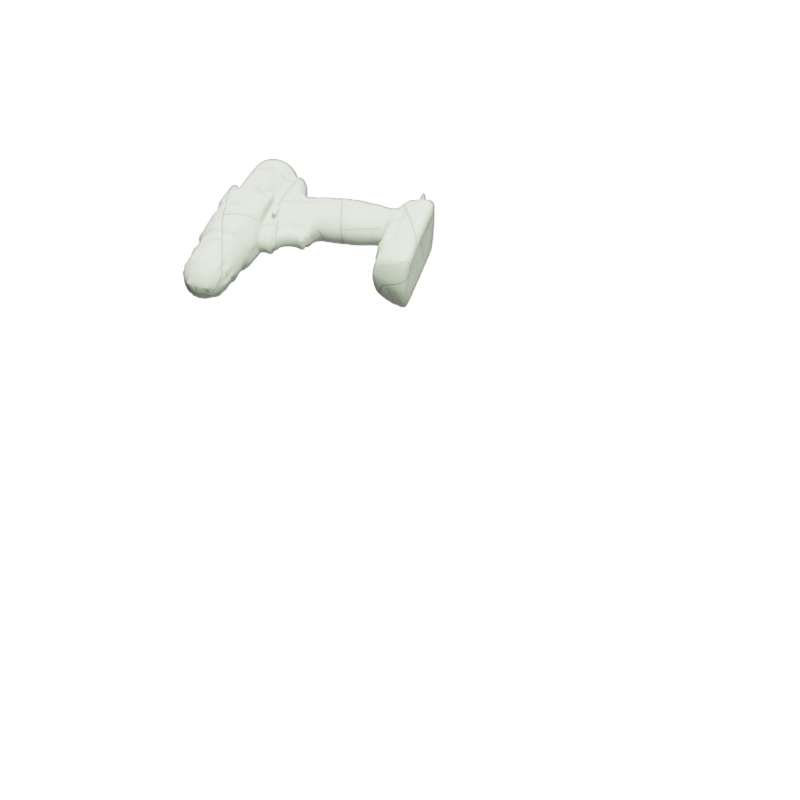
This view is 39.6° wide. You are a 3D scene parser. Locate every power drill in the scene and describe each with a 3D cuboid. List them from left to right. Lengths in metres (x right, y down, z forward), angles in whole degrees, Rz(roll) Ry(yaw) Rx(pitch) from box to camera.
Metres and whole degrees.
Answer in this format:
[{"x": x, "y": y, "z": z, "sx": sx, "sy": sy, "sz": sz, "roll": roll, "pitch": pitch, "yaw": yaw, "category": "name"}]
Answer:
[{"x": -0.075, "y": -0.136, "z": 0.953, "sx": 0.193, "sy": 0.053, "sz": 0.193, "roll": 13, "pitch": 44, "yaw": 13, "category": "power drill"}]
